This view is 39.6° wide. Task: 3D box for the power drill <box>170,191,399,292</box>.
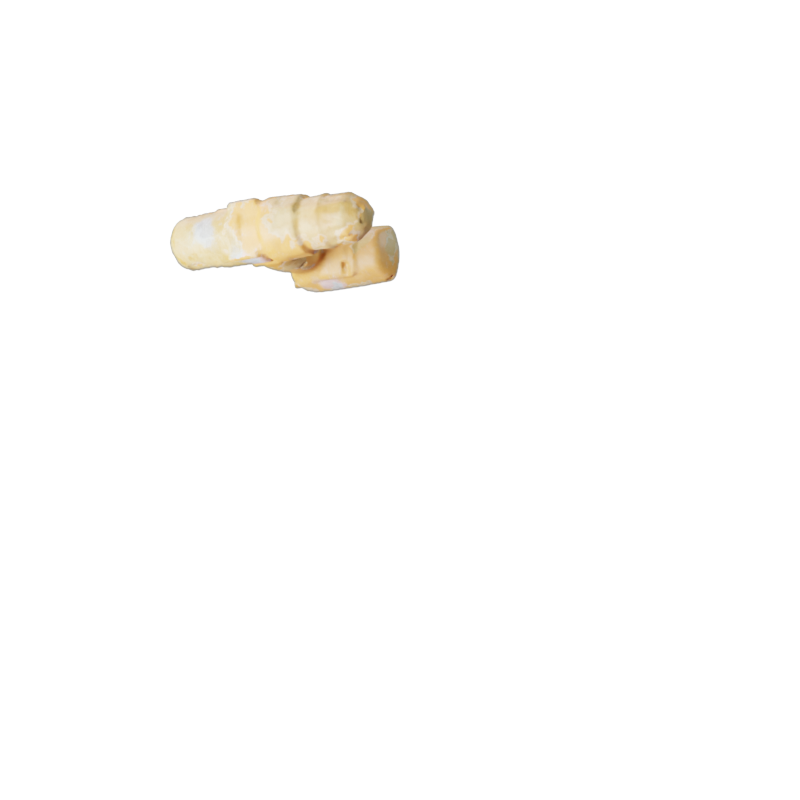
[{"bbox_3d":[-0.074,-0.136,0.950,0.190,0.059,0.179,-2,-5,29],"label":"power drill"}]
